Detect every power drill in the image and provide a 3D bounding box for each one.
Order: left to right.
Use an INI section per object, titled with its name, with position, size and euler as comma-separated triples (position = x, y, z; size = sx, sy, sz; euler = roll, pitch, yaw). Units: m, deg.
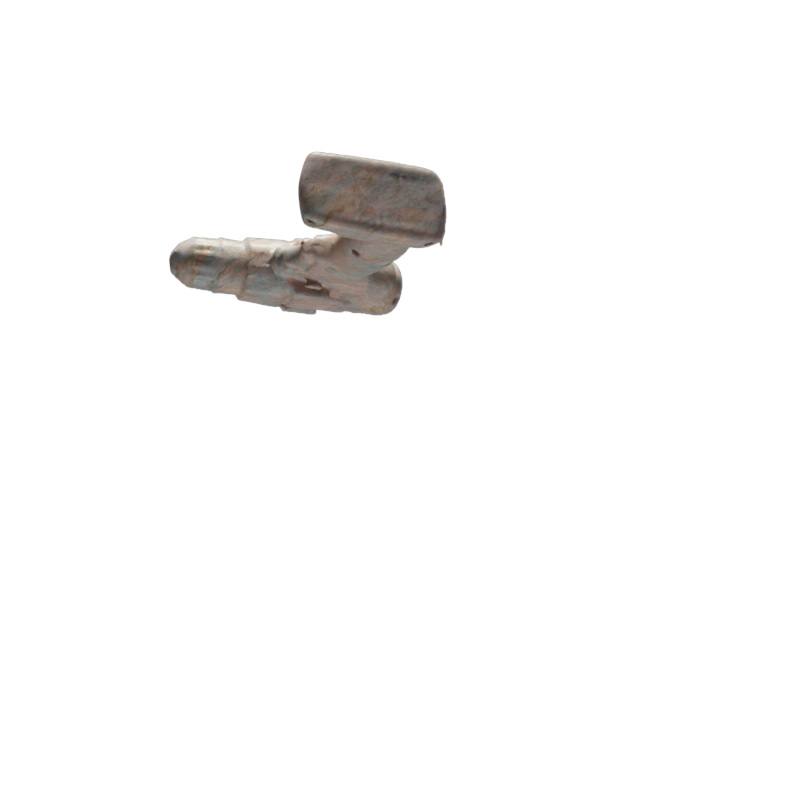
[power drill]
position = -0.063, -0.115, 0.804
size = 0.180, 0.060, 0.185
euler = 5, -15, -19
